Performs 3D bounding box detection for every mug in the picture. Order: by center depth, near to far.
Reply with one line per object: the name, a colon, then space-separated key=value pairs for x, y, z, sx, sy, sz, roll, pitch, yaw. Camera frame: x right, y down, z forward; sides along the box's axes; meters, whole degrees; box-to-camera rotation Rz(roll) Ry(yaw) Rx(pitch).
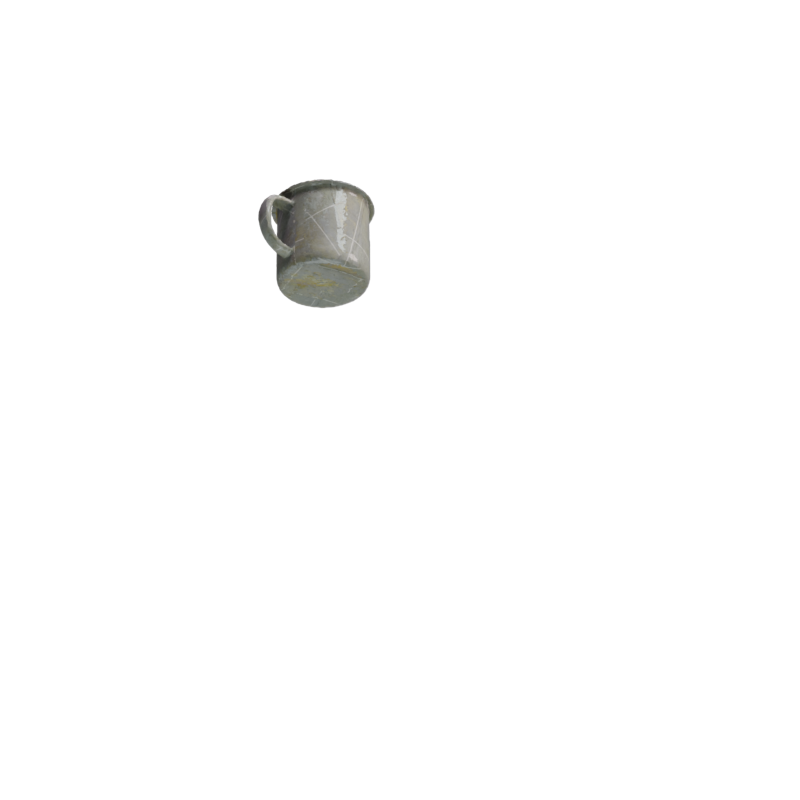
mug: x=-0.076 y=-0.139 z=0.971 sx=0.093 sy=0.087 sz=0.110 roll=-27 pitch=-40 yaw=36
